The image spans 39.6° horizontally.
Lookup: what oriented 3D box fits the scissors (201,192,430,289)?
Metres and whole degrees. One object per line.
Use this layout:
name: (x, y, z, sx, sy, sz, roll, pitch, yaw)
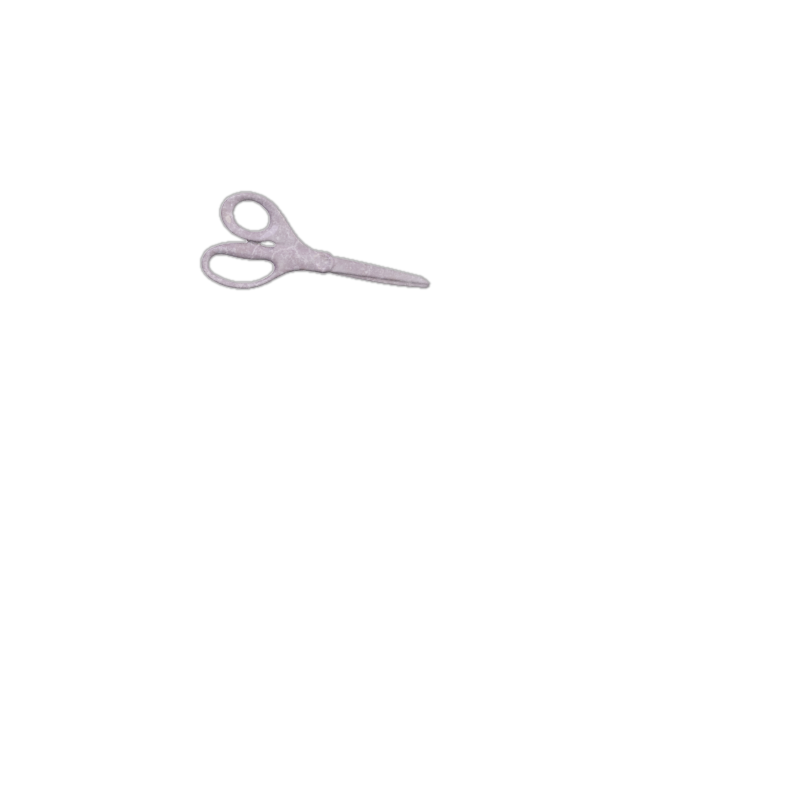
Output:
scissors: (-0.078, -0.141, 0.991, 0.201, 0.098, 0.015, -4, -8, -1)
